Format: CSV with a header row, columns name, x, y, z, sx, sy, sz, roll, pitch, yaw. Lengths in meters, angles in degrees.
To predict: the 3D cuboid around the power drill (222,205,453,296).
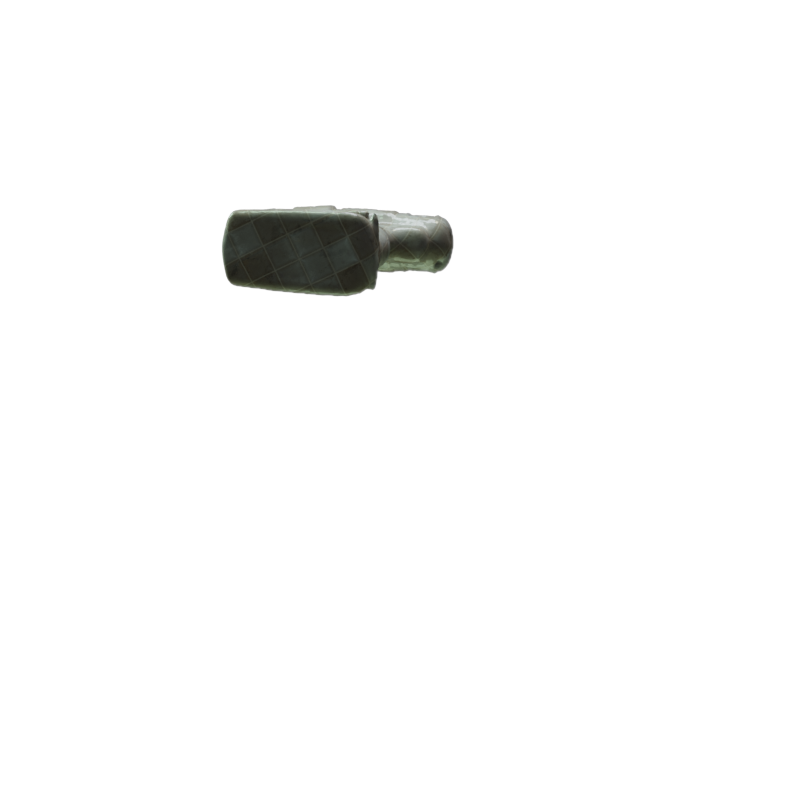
name,x,y,z,sx,sy,sz,roll,pitch,yaw
power drill,-0.065,-0.118,0.825,0.188,0.056,0.187,3,12,15
